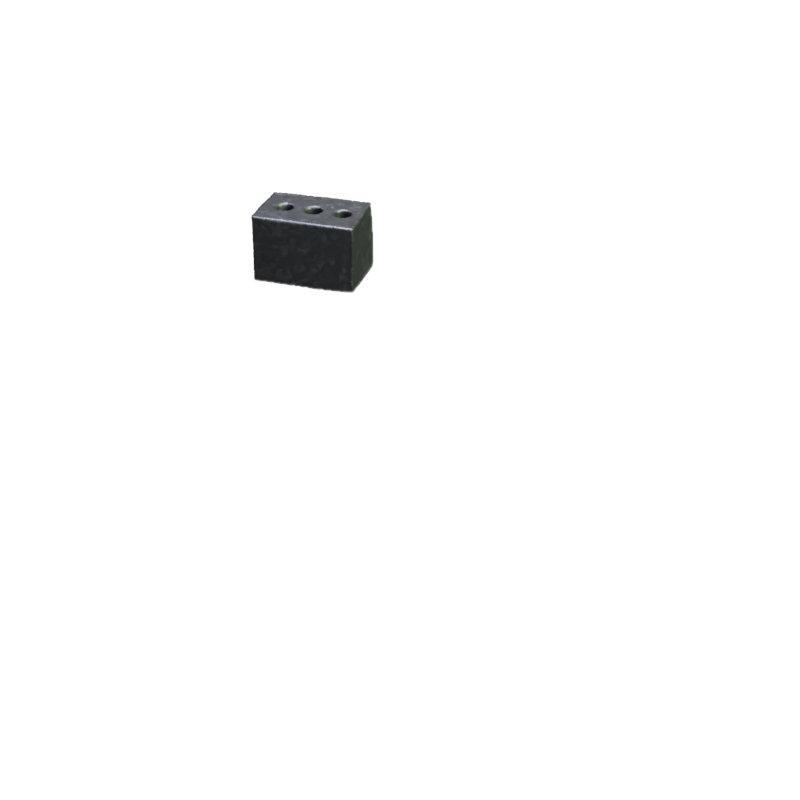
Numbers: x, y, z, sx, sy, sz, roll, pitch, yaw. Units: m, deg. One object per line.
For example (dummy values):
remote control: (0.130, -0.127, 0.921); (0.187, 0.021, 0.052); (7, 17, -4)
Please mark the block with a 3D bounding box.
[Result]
block: (-0.063, -0.115, 0.805); (0.080, 0.048, 0.054); (8, 28, 14)
